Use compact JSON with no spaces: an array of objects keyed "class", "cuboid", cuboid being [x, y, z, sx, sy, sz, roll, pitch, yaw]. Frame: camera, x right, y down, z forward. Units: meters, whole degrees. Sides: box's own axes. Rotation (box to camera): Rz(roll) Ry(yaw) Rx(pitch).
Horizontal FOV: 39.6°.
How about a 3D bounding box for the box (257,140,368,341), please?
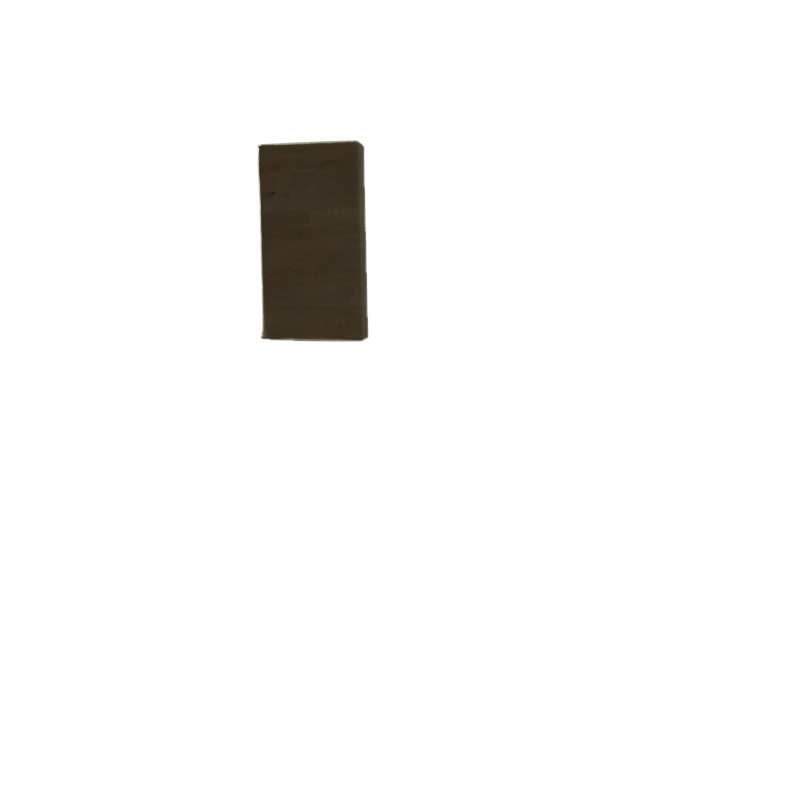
[{"class":"box","cuboid":[-0.077,-0.141,0.990,0.095,0.177,0.047,0,-2,11]}]
